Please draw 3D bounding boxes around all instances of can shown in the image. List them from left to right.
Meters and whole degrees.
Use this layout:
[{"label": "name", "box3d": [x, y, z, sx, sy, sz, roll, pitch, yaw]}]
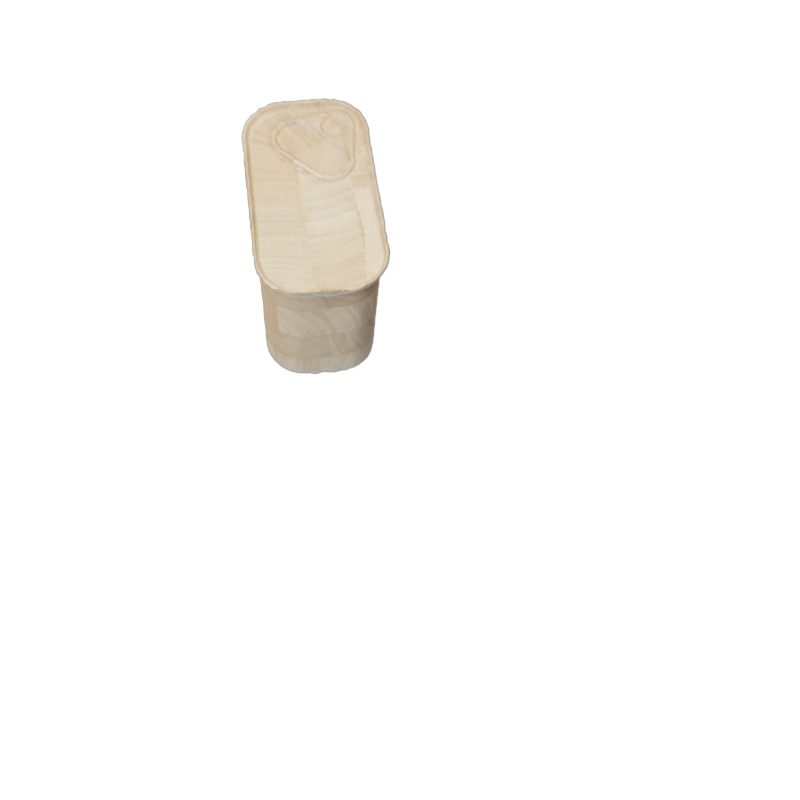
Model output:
[{"label": "can", "box3d": [-0.040, -0.073, 0.512, 0.057, 0.109, 0.079, -6, -29, -6]}]
